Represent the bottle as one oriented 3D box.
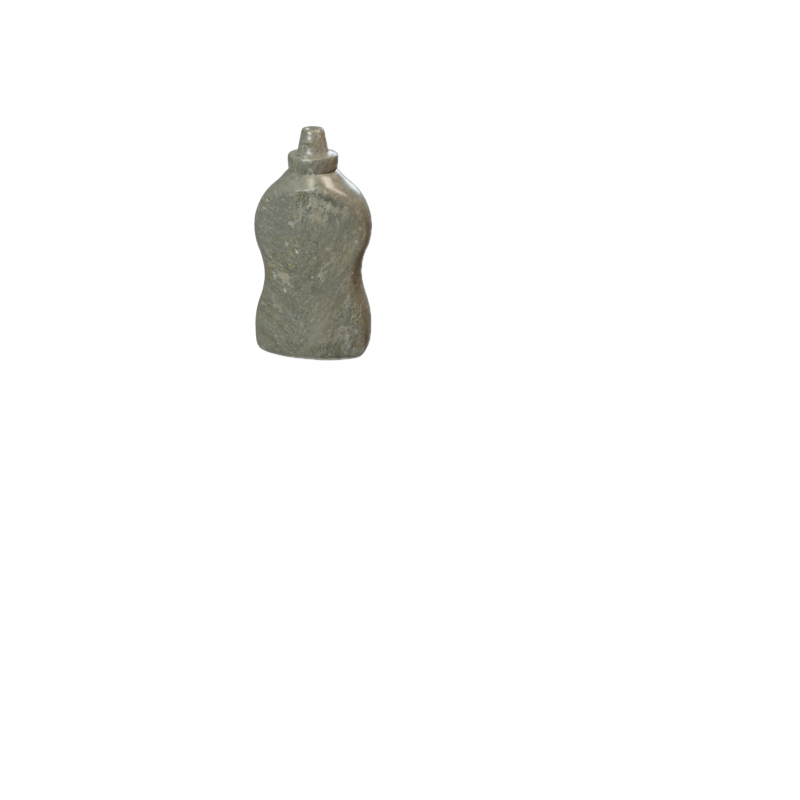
[{"bbox_3d":[-0.072,-0.131,0.916,0.098,0.184,0.060,6,19,12],"label":"bottle"}]
